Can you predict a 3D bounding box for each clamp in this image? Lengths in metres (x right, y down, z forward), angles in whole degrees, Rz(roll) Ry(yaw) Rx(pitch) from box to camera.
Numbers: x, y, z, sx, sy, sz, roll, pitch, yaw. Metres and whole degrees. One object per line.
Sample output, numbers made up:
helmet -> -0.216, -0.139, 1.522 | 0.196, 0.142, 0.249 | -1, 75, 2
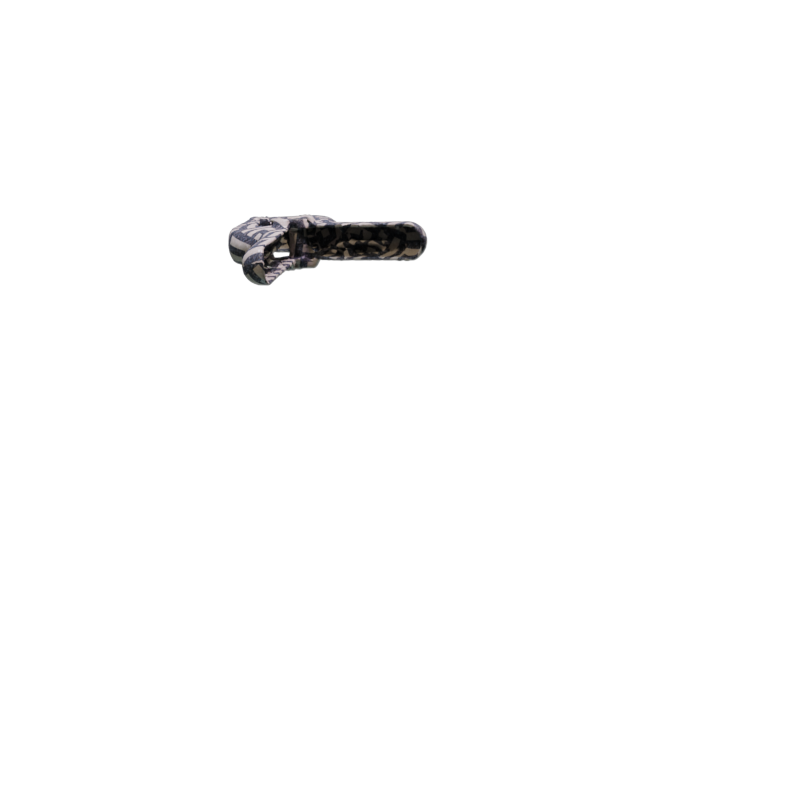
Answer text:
clamp -> -0.058, -0.107, 0.747 | 0.118, 0.038, 0.179 | -4, 16, -15
